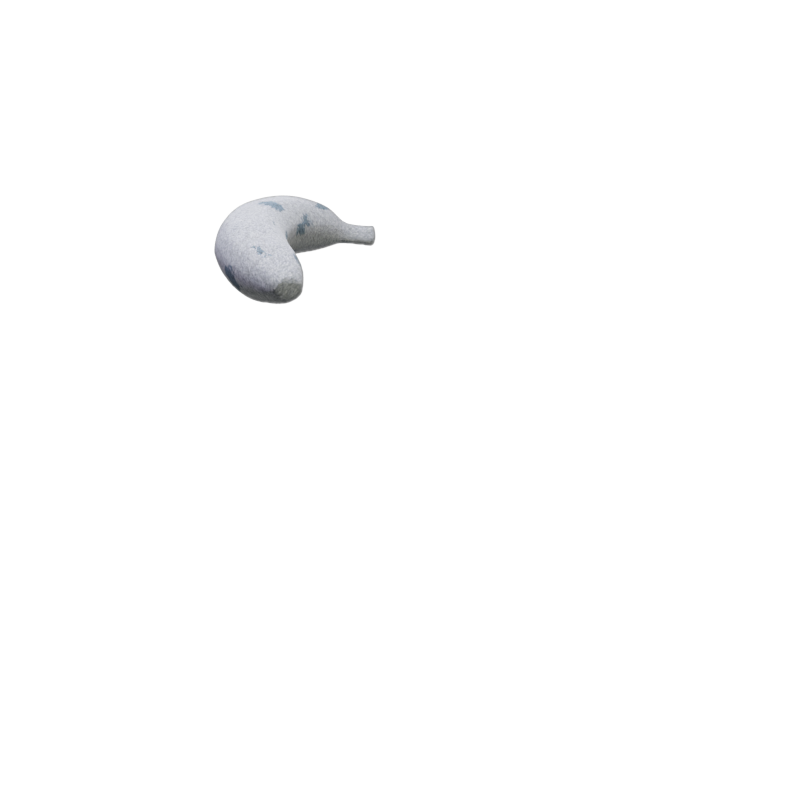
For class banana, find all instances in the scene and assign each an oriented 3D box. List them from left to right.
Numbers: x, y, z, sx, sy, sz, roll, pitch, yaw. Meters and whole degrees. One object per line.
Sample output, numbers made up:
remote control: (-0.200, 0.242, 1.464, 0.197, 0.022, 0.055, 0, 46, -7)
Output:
banana: (-0.064, -0.087, 0.597, 0.071, 0.036, 0.201, 3, 18, 10)
